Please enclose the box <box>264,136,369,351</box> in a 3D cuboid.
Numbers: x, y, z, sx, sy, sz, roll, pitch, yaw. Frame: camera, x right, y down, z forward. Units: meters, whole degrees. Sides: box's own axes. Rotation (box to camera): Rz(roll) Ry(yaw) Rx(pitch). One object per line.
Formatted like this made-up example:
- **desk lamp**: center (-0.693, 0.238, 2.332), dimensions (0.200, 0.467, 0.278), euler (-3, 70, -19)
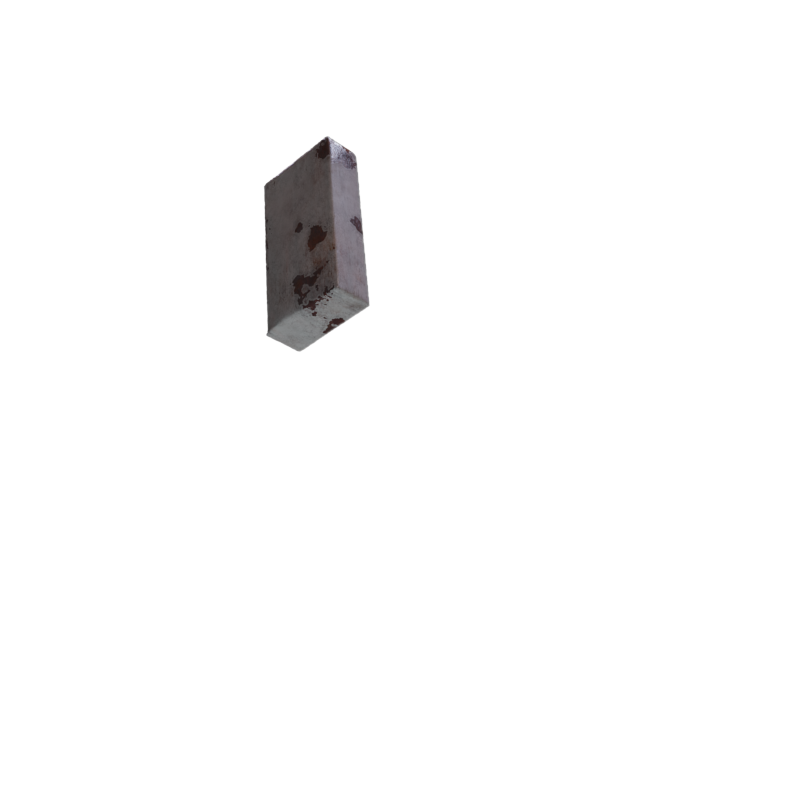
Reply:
- **box**: center (-0.077, -0.141, 0.989), dimensions (0.093, 0.189, 0.045), euler (-32, -46, 33)
